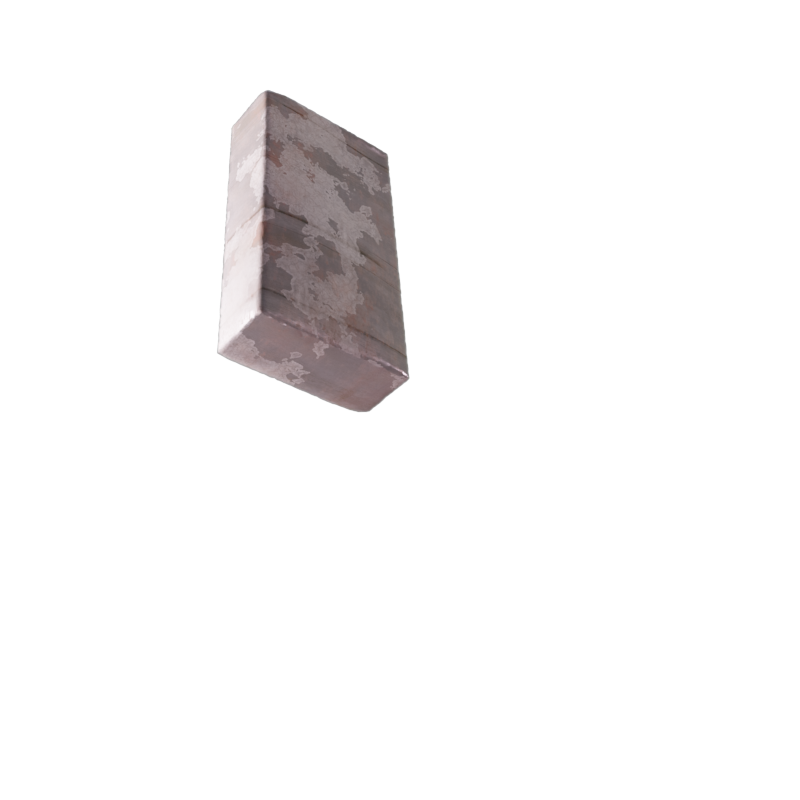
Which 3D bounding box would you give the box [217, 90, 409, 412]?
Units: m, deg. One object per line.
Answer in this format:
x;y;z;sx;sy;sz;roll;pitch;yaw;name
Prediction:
-0.047;-0.086;0.603;0.088;0.189;0.047;24;-47;-28;box
